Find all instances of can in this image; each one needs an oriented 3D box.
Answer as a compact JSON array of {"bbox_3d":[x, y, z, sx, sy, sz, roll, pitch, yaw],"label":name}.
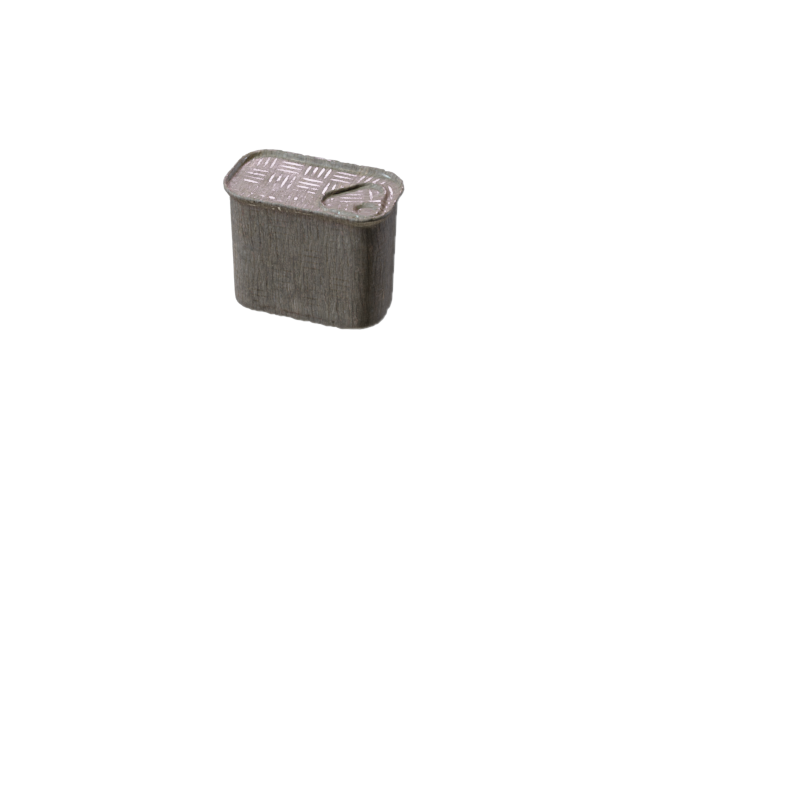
[{"bbox_3d":[-0.052,-0.094,0.661,0.105,0.078,0.060,13,39,14],"label":"can"}]
